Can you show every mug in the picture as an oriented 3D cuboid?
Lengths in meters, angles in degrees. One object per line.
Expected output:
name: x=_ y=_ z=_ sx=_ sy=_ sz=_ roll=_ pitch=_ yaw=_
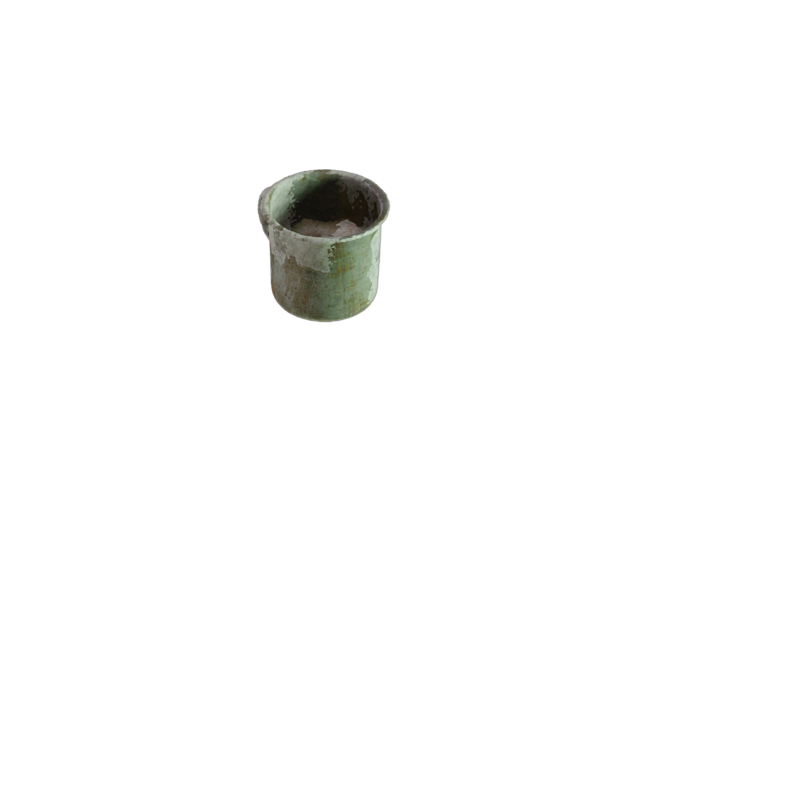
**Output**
mug: x=-0.065 y=-0.118 z=0.825 sx=0.125 sy=0.076 sz=0.094 roll=32 pitch=49 yaw=31
